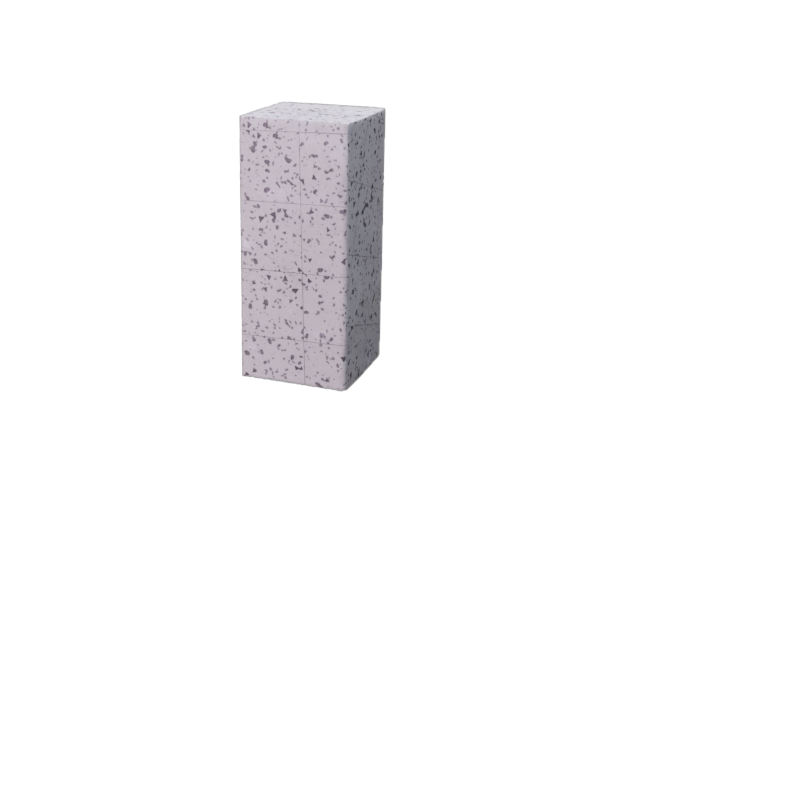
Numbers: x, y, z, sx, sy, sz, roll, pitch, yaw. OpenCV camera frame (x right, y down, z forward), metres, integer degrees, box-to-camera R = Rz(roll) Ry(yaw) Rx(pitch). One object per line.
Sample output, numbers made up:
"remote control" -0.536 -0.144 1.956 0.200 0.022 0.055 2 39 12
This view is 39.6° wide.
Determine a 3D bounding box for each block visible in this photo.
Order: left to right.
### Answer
"block" -0.068 -0.124 0.870 0.093 0.199 0.091 7 17 18
